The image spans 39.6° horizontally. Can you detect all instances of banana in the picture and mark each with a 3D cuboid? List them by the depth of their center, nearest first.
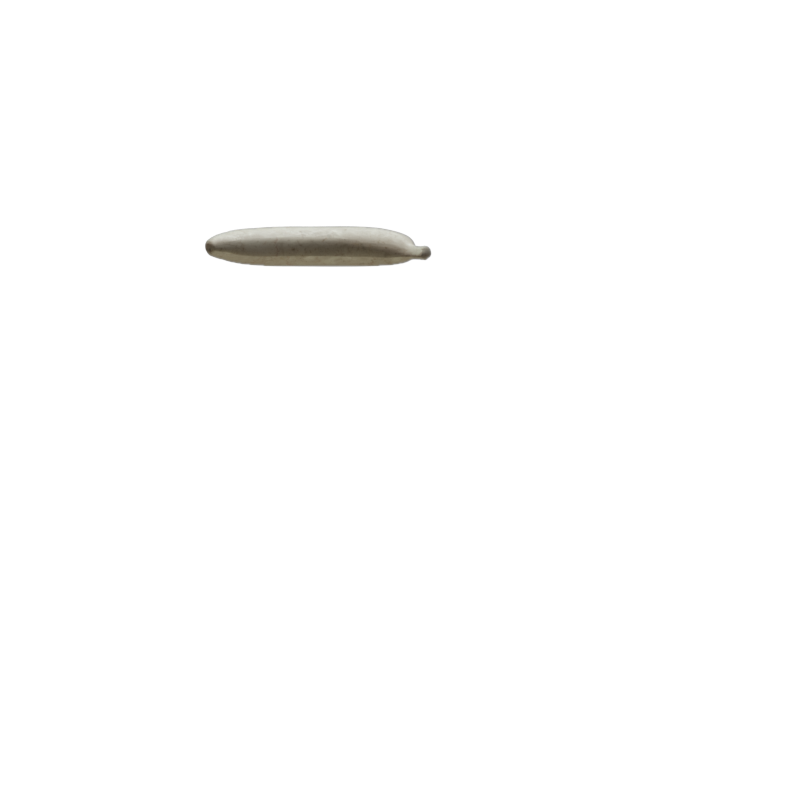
[{"bbox_3d":[-0.073,-0.140,0.998,0.198,0.037,0.069,0,-2,2],"label":"banana"}]
